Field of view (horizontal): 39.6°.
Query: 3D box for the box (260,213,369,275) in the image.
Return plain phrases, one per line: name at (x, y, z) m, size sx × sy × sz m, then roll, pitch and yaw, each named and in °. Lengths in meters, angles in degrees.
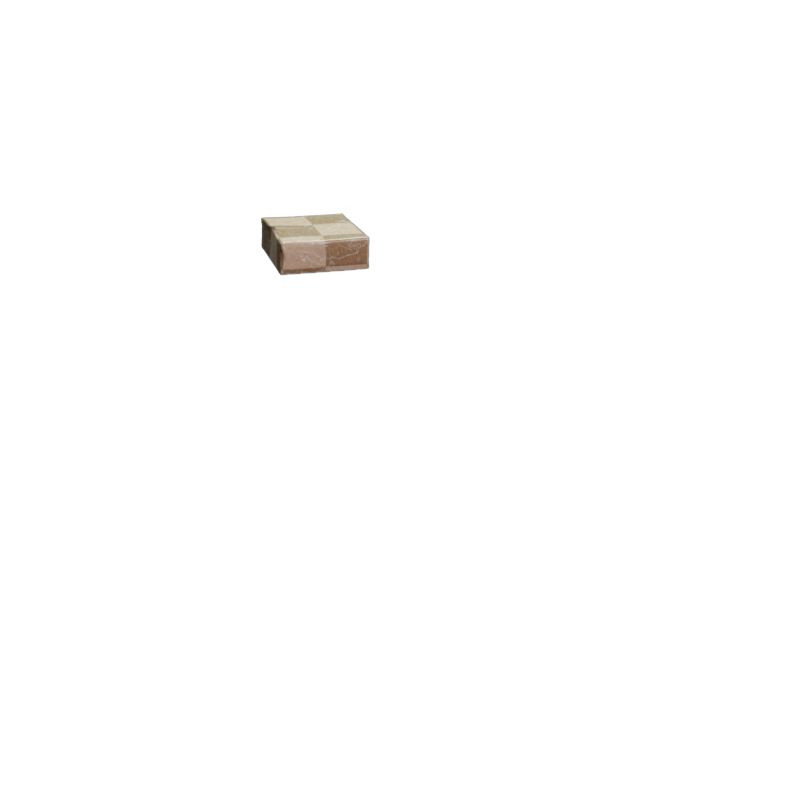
box at (-0.071, -0.130, 0.908) m, size 0.072 × 0.029 × 0.094 m, roll -5°, pitch 22°, yaw -14°
